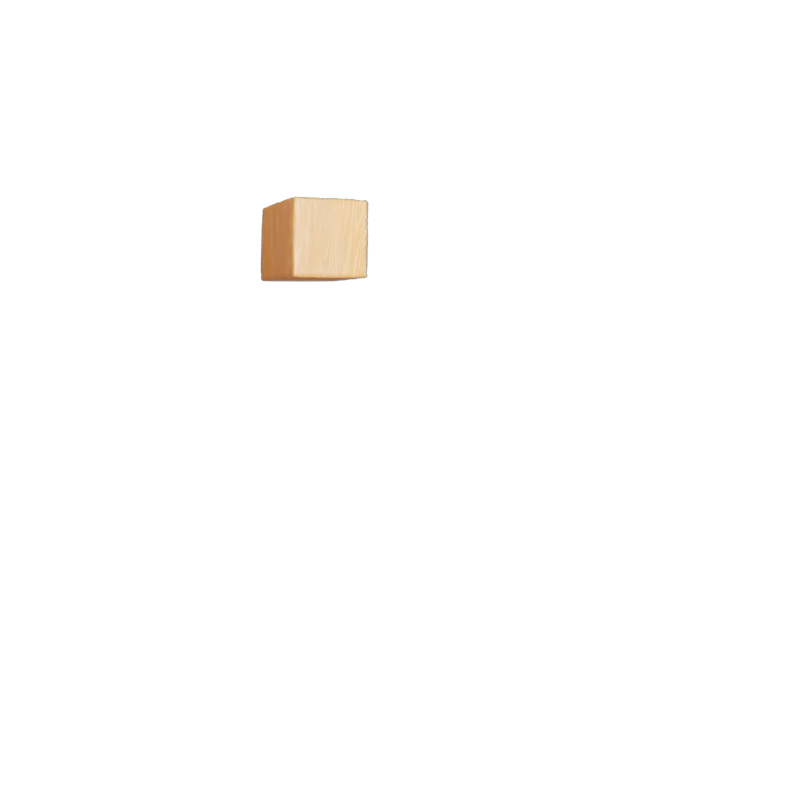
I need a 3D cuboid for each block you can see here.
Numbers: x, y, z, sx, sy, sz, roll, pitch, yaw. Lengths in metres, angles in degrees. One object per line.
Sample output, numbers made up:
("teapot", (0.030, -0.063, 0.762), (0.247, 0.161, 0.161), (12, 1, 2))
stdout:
("block", (-0.058, -0.106, 0.744), (0.051, 0.051, 0.080), (0, 1, -22))
